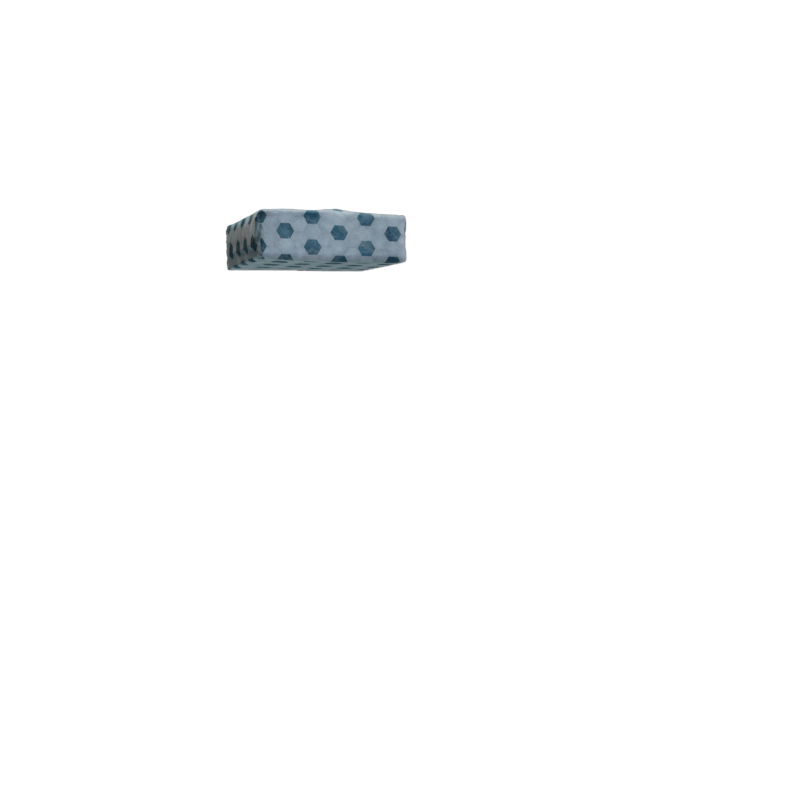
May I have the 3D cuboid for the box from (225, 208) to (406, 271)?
[{"bbox_3d":[-0.050,-0.092,0.643,0.087,0.030,0.074,0,1,-20],"label":"box"}]
